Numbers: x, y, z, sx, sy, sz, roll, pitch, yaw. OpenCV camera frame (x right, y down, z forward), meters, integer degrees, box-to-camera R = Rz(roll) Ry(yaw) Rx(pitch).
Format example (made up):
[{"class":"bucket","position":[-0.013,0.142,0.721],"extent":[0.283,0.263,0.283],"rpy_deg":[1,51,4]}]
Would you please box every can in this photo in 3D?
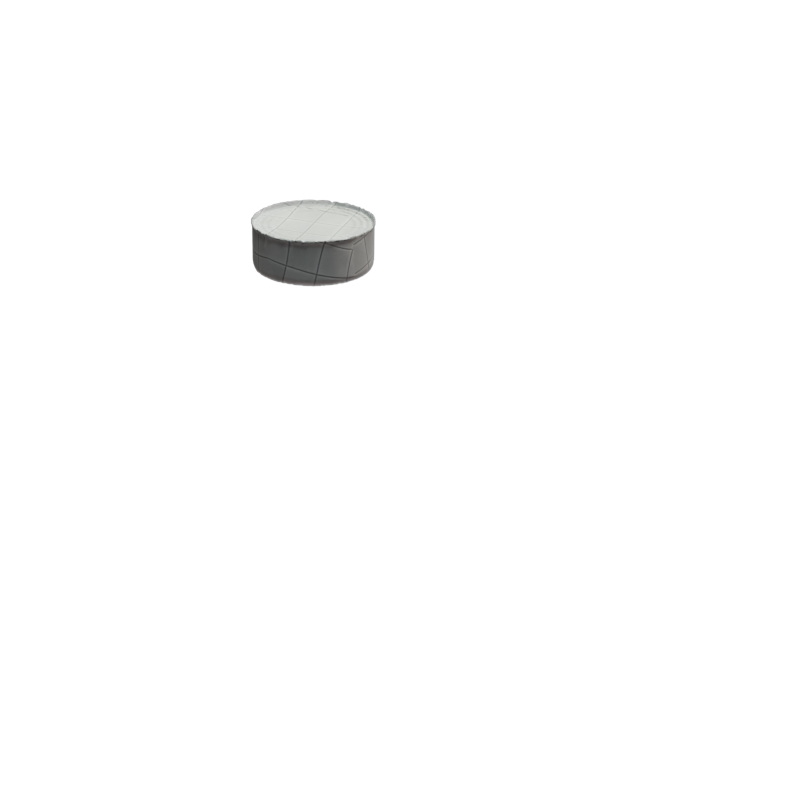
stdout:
[{"class":"can","position":[-0.060,-0.109,0.765],"extent":[0.086,0.032,0.091],"rpy_deg":[-1,27,-2]}]
